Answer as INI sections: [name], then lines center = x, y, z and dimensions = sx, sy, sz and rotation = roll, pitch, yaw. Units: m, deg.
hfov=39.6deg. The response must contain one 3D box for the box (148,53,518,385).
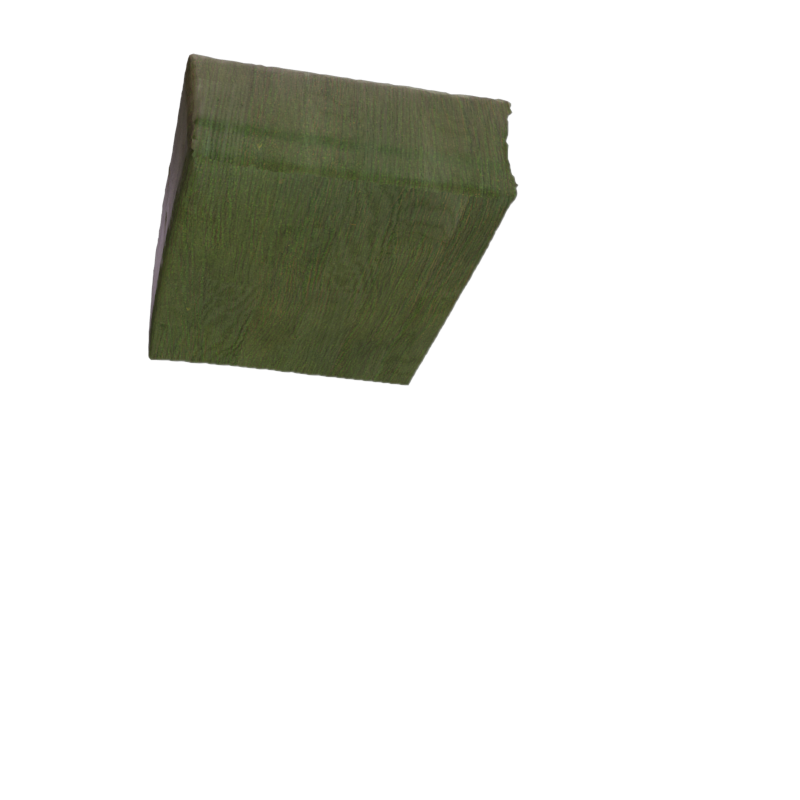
[box]
center = -0.026, -0.047, 0.331
dimensions = 0.088, 0.041, 0.109
rotation = 6, -28, -13
